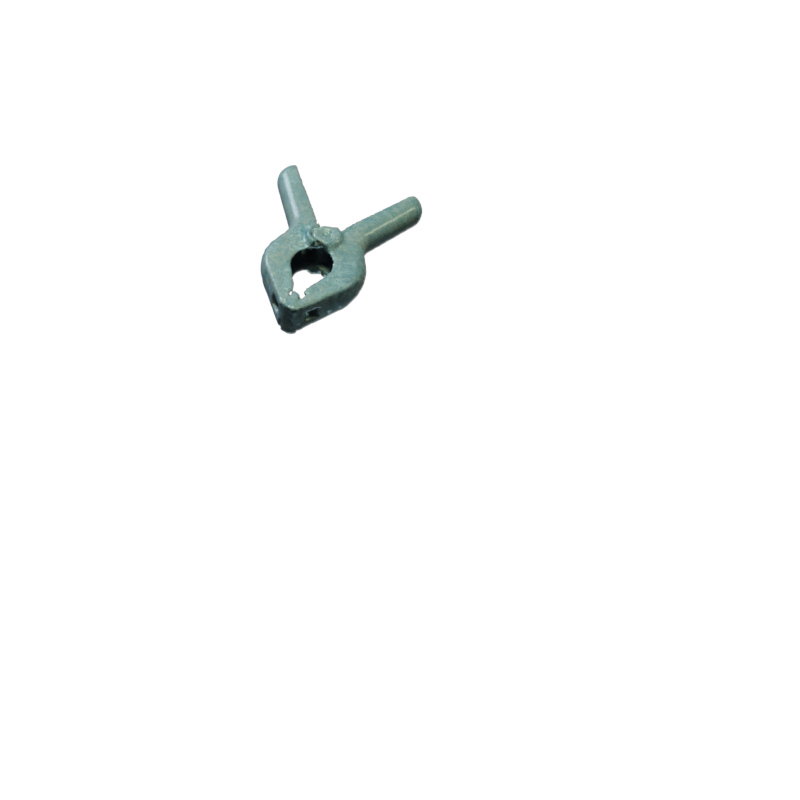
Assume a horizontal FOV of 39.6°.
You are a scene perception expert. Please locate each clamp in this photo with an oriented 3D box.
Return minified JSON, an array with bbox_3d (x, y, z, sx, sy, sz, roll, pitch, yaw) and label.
[{"bbox_3d":[-0.067,-0.122,0.856,0.124,0.037,0.177,17,44,18],"label":"clamp"}]
